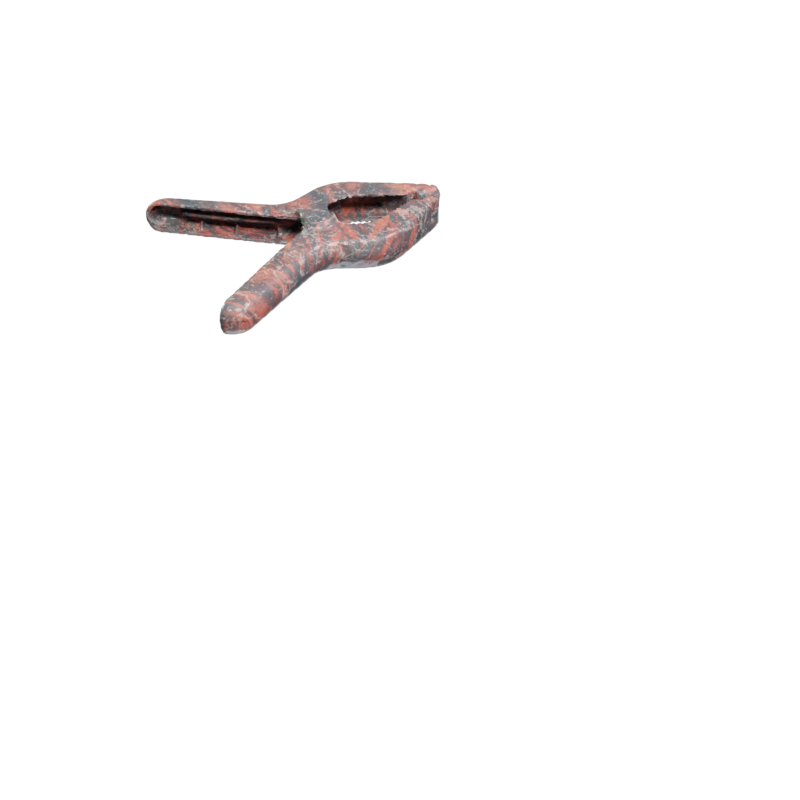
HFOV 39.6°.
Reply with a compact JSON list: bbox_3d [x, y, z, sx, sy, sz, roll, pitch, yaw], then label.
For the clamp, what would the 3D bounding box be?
[{"bbox_3d":[-0.061,-0.112,0.782,0.207,0.034,0.178,-12,39,-16],"label":"clamp"}]
